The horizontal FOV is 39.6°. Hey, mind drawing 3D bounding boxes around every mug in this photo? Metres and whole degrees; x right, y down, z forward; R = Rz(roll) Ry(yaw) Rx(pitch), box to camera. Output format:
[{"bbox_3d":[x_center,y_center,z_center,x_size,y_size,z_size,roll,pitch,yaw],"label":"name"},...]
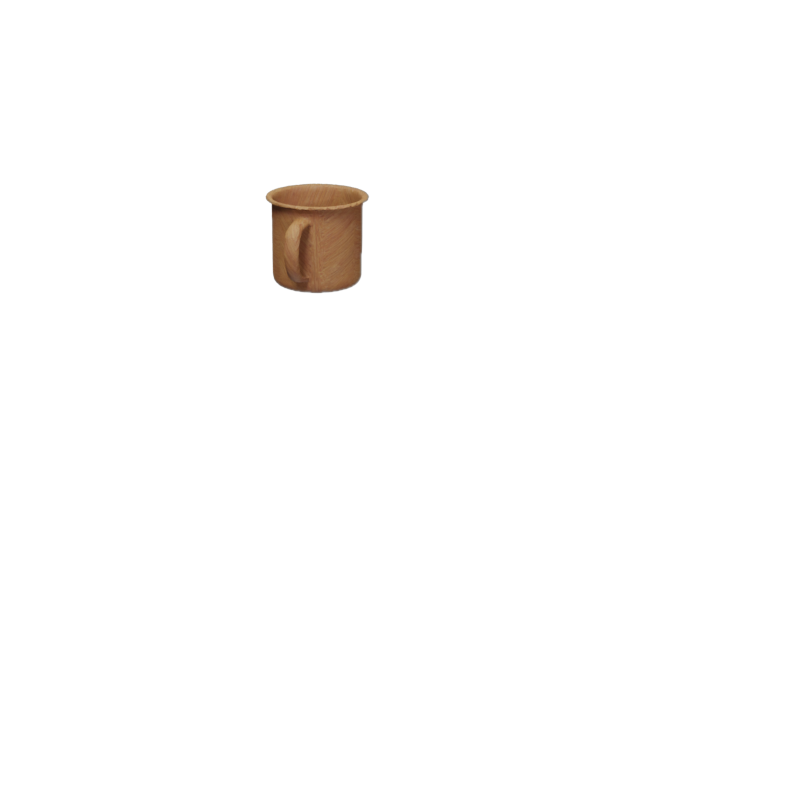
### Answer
[{"bbox_3d":[-0.078,-0.142,0.997,0.095,0.078,0.120,6,22,13],"label":"mug"}]
